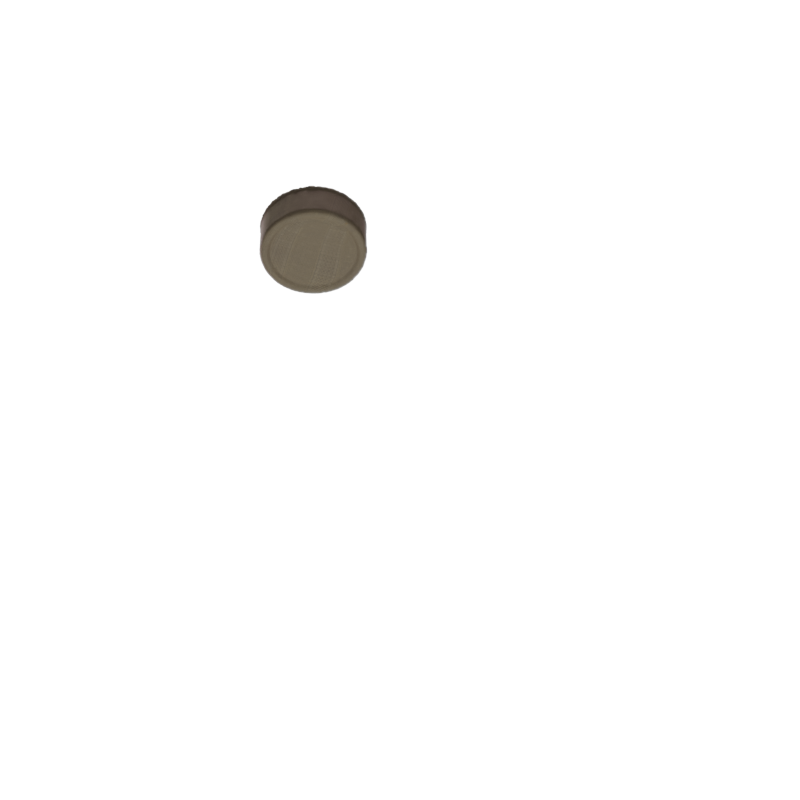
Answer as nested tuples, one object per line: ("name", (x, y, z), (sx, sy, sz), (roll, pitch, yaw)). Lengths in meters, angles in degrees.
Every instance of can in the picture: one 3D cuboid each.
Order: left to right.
("can", (-0.069, -0.125, 0.879), (0.086, 0.080, 0.036), (1, 43, -1))
